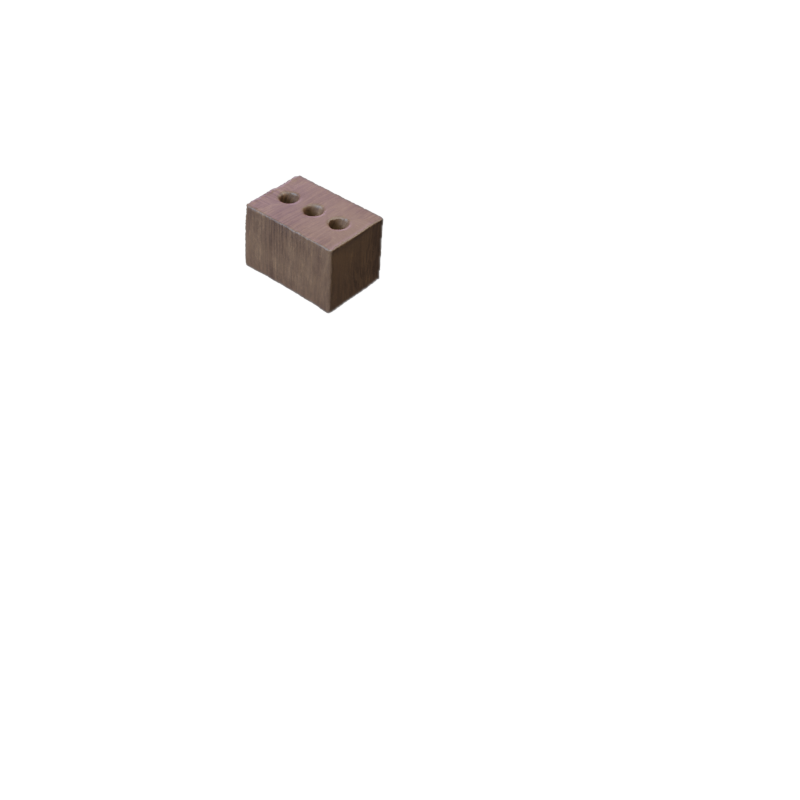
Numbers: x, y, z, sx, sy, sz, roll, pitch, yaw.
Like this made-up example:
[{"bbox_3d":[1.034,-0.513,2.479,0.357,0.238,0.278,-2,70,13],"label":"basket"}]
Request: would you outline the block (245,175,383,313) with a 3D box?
[{"bbox_3d":[-0.057,-0.104,0.726,0.083,0.048,0.053,30,47,30],"label":"block"}]
